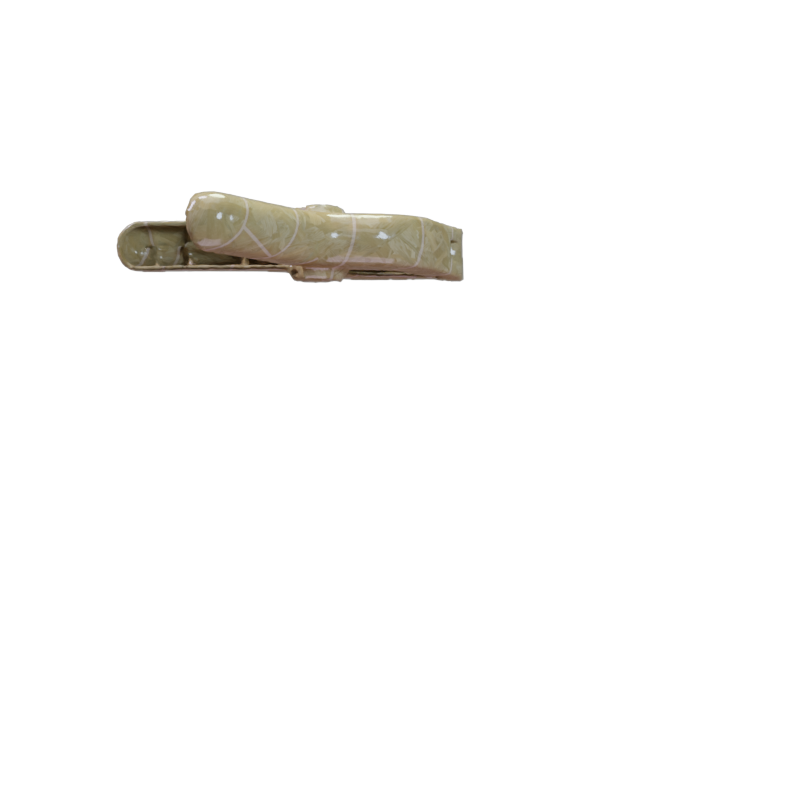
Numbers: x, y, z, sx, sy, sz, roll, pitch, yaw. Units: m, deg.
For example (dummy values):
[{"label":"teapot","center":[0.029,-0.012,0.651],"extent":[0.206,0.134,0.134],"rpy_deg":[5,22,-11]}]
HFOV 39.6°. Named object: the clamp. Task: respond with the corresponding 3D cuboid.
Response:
[{"label":"clamp","center":[-0.041,-0.074,0.519],"extent":[0.168,0.039,0.123],"rpy_deg":[-2,7,-18]}]
